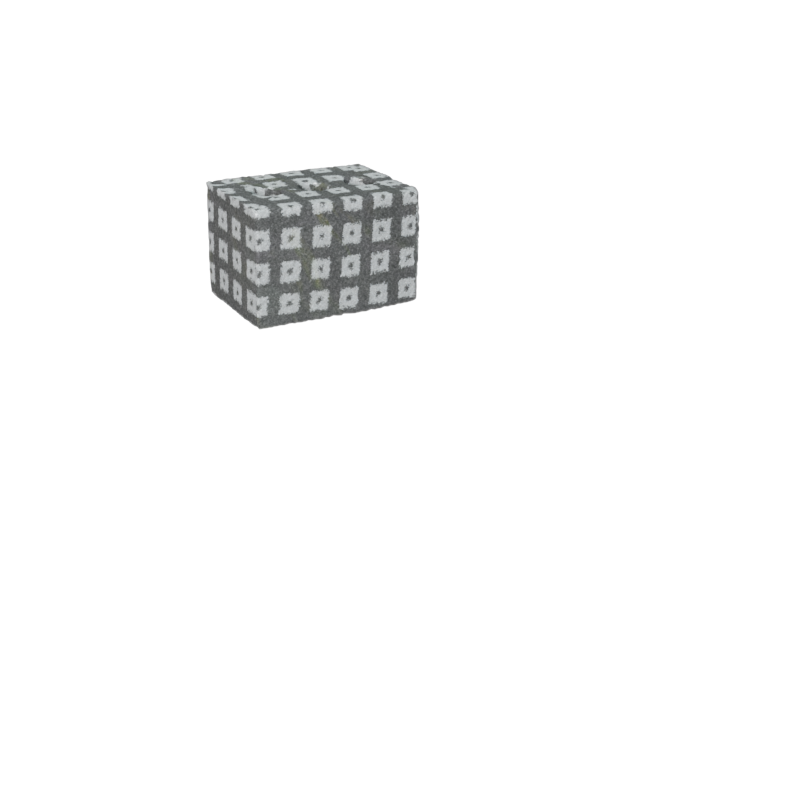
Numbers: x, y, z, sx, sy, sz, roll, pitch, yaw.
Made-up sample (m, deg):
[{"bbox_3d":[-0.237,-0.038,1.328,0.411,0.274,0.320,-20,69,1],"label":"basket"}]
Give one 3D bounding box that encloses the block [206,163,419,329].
[{"bbox_3d":[-0.037,-0.068,0.475,0.076,0.049,0.056,-12,24,-27],"label":"block"}]
